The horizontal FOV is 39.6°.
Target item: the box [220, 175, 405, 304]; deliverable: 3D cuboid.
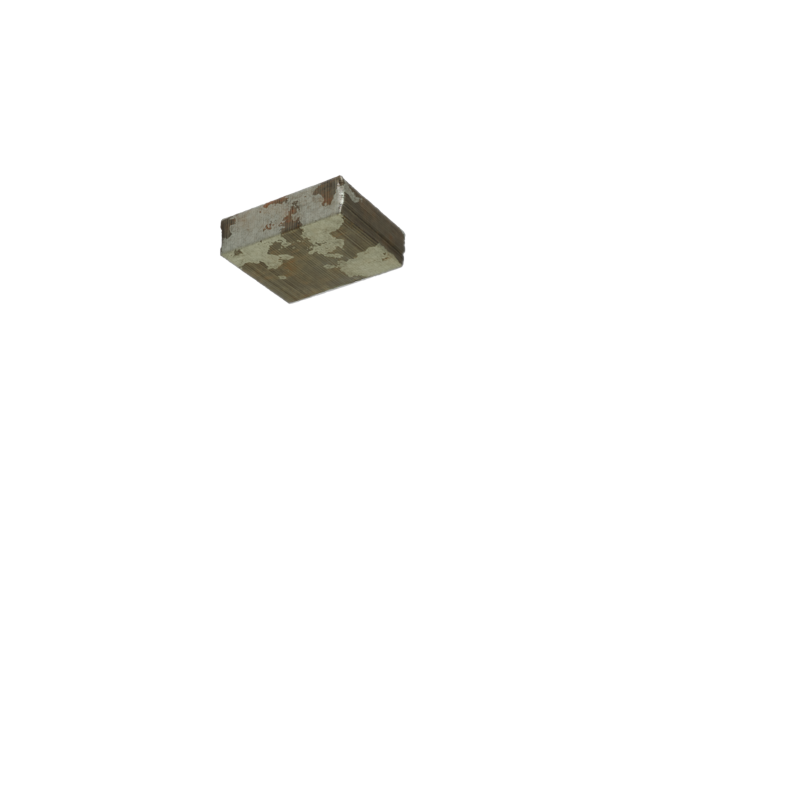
[{"bbox_3d":[-0.052,-0.096,0.671,0.090,0.032,0.068,-16,-30,29],"label":"box"}]
